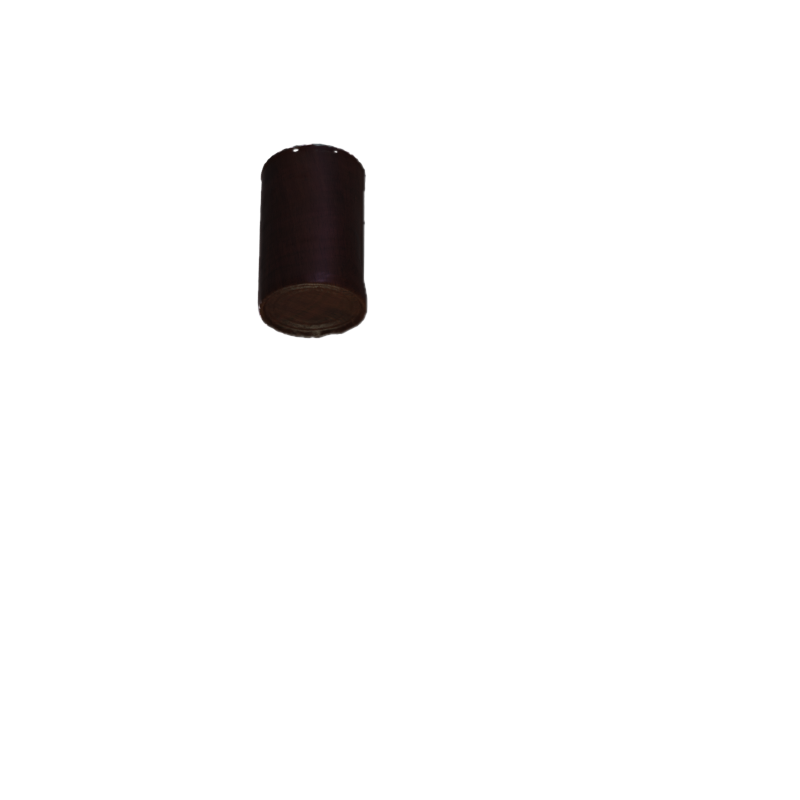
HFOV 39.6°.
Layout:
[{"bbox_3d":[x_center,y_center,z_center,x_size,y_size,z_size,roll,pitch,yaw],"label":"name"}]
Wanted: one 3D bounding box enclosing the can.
[{"bbox_3d":[-0.054,-0.098,0.687,0.068,0.109,0.064,-1,-31,-2],"label":"can"}]
